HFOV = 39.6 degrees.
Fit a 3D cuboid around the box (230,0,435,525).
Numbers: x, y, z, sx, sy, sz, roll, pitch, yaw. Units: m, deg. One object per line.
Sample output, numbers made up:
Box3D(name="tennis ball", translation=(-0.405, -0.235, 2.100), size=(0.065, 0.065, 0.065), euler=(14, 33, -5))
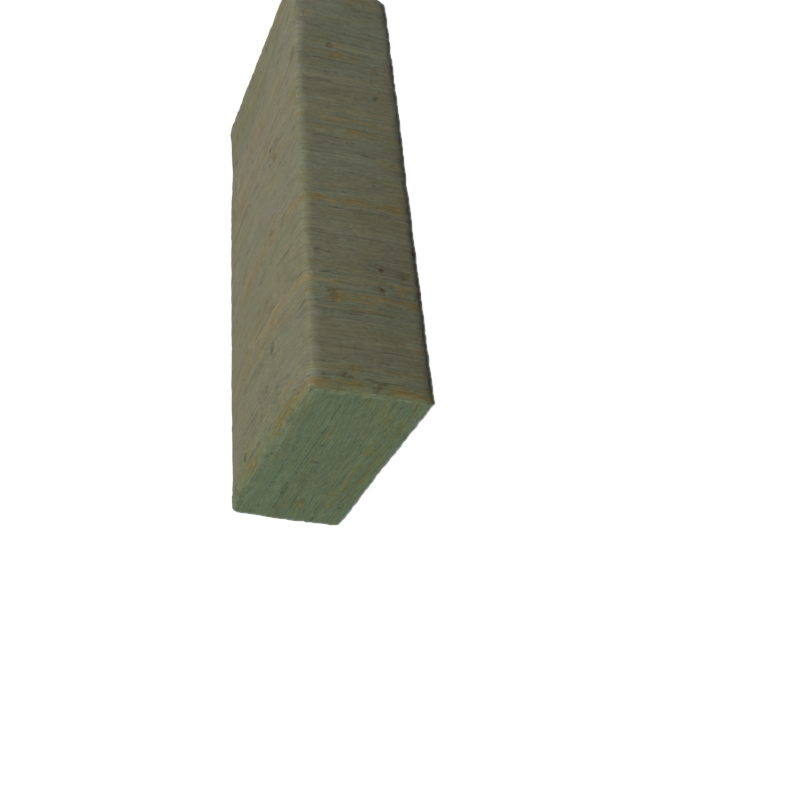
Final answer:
Box3D(name="box", translation=(-0.031, -0.057, 0.397), size=(0.047, 0.189, 0.090), euler=(10, -36, -19))
